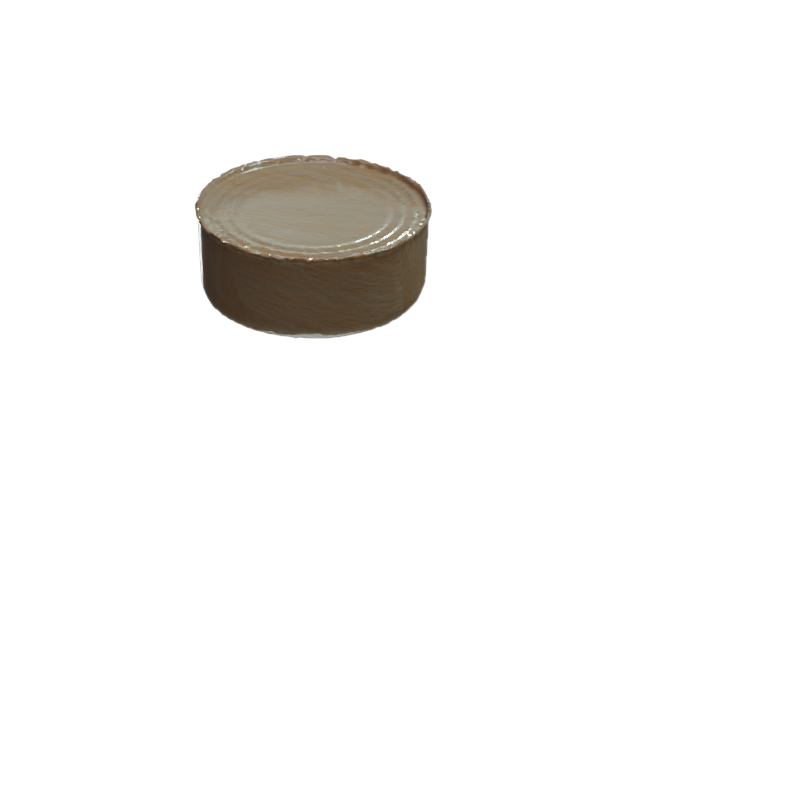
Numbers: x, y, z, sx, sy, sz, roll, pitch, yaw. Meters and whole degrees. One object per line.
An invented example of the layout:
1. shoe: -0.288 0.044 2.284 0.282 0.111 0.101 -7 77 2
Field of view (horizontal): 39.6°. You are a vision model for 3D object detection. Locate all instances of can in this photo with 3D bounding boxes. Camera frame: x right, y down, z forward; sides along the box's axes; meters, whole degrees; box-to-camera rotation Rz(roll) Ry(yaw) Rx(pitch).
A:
1. can: -0.032 -0.059 0.410 0.086 0.031 0.092 -1 34 -2
